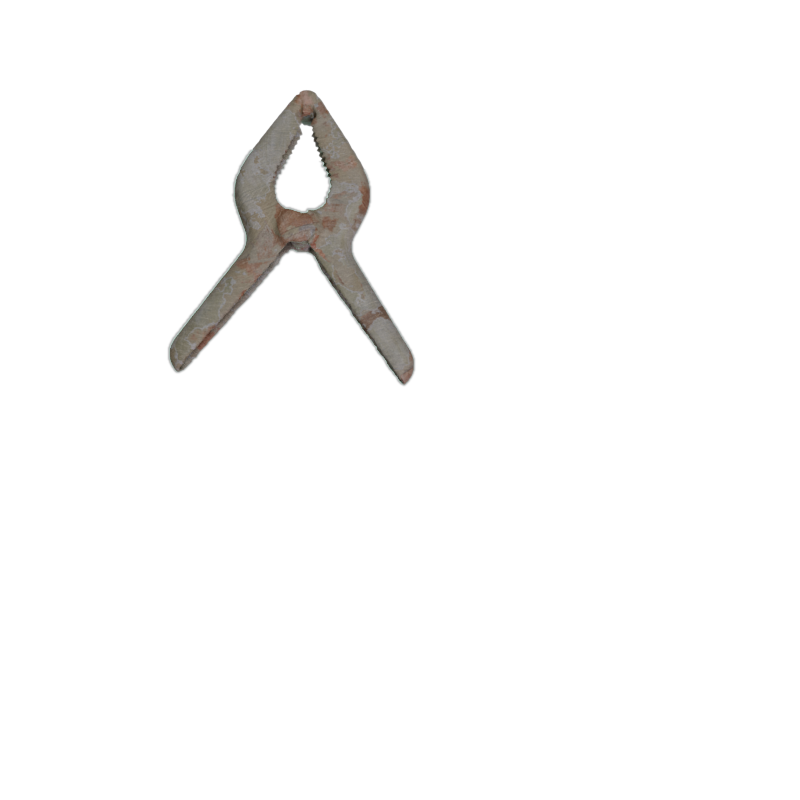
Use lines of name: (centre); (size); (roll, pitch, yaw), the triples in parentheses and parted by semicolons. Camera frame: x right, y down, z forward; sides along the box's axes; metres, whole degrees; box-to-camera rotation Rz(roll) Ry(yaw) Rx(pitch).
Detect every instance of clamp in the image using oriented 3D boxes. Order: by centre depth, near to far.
clamp: (-0.060, -0.110, 0.767); (0.165, 0.216, 0.035); (9, -13, 2)
